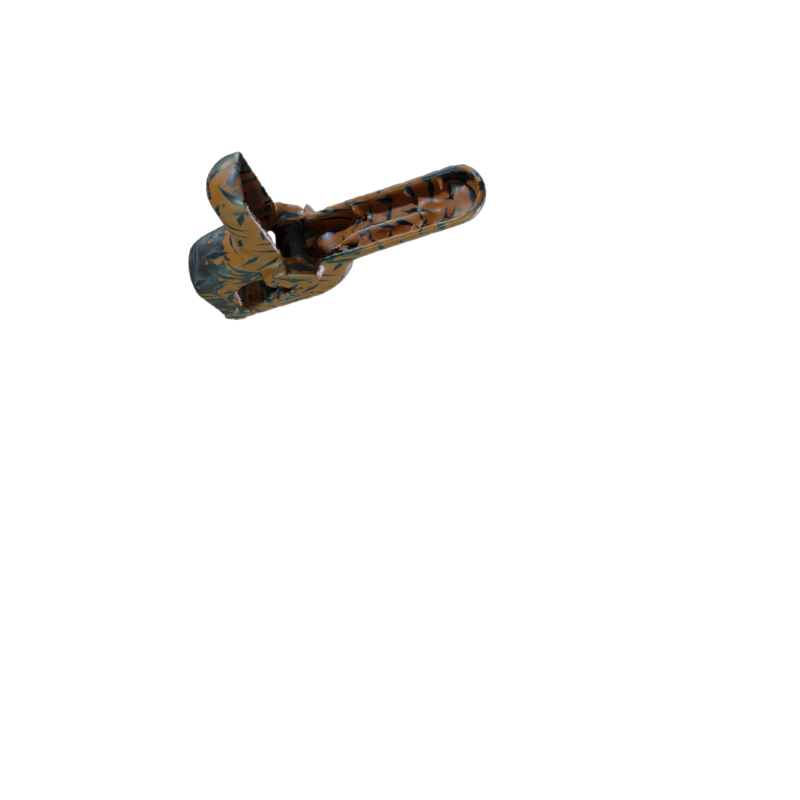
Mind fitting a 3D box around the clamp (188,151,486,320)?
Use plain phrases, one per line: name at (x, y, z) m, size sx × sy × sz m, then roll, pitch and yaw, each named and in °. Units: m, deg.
clamp at (-0.040, -0.073, 0.508) m, size 0.117 × 0.040 × 0.170 m, roll 3°, pitch -10°, yaw -17°
